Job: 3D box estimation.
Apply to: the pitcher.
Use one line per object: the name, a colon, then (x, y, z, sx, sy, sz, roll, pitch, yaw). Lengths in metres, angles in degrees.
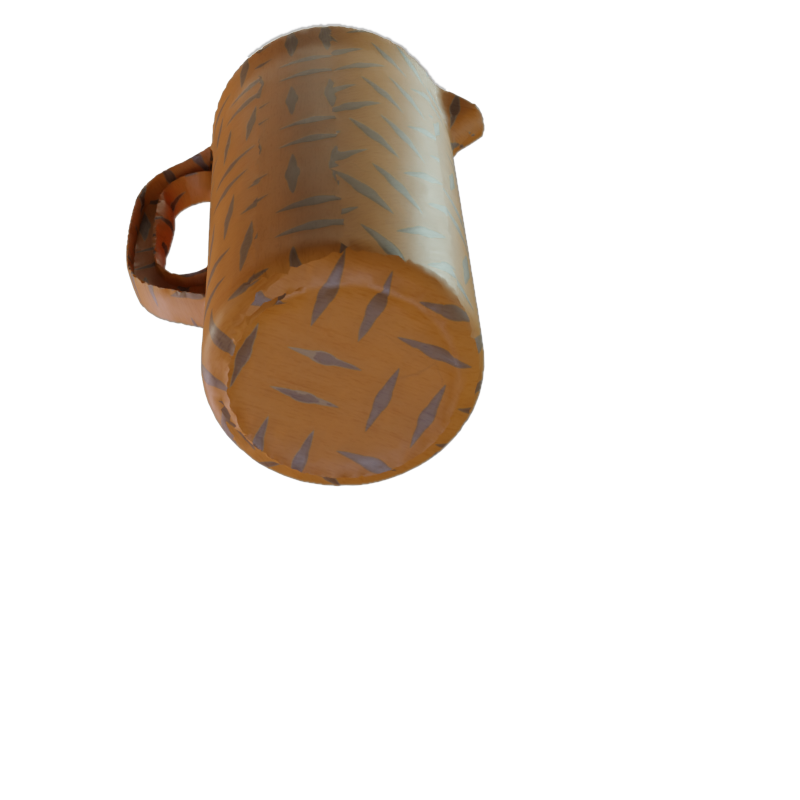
pitcher: (-0.041, -0.074, 0.519, 0.139, 0.145, 0.259, 29, 27, -20)
